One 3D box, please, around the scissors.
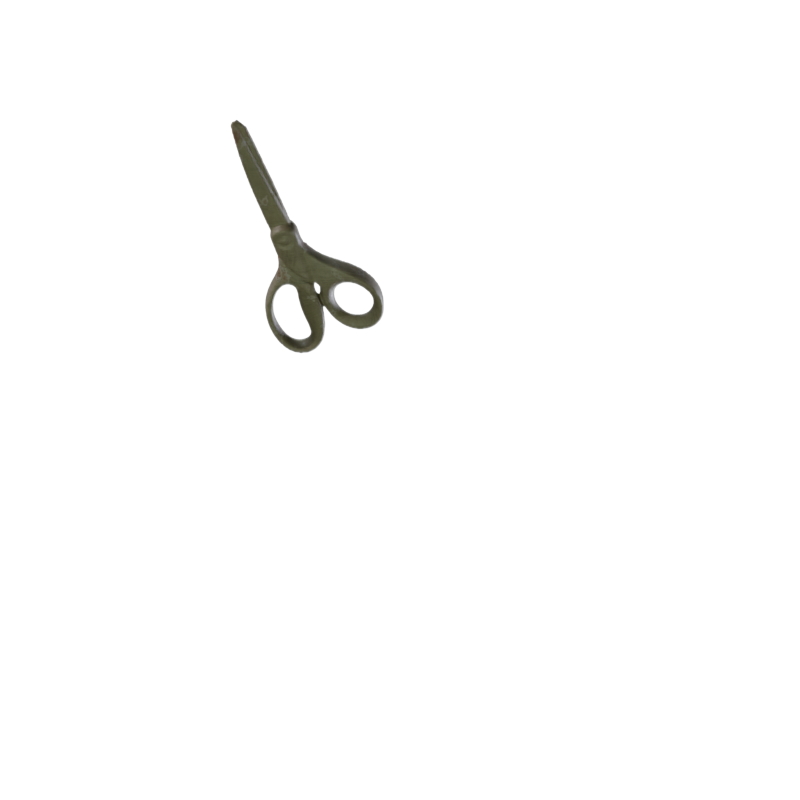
[{"bbox_3d":[-0.061,-0.111,0.776,0.096,0.188,0.017,-1,41,1],"label":"scissors"}]
